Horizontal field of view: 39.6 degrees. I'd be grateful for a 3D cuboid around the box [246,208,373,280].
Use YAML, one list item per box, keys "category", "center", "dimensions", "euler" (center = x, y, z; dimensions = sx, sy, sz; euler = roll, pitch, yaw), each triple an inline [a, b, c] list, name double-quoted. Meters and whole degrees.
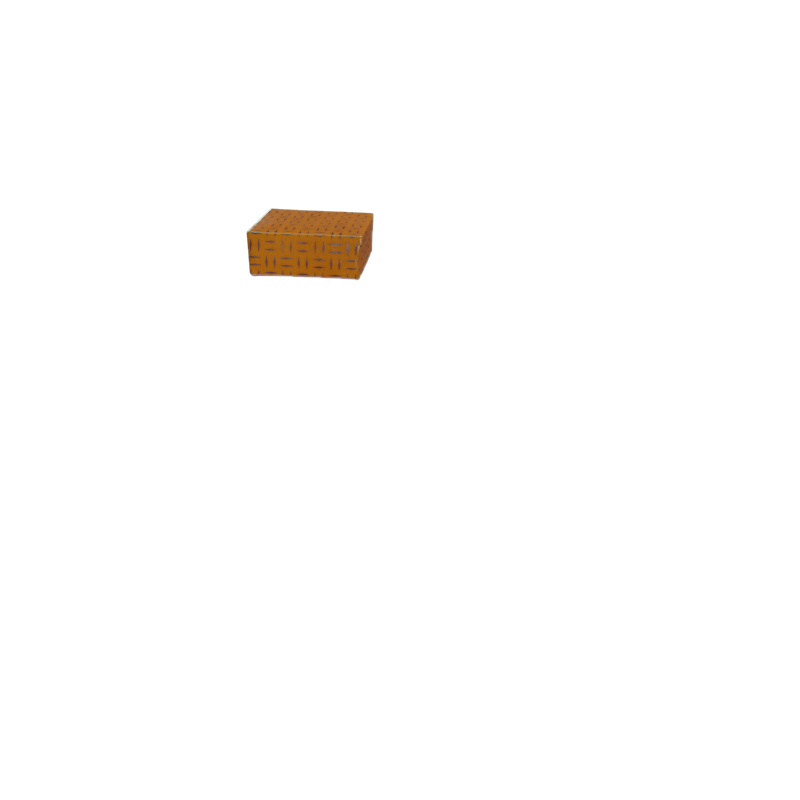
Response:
- category: "box"
  center: [-0.070, -0.127, 0.891]
  dimensions: [0.090, 0.037, 0.117]
  euler: [2, 20, 4]
